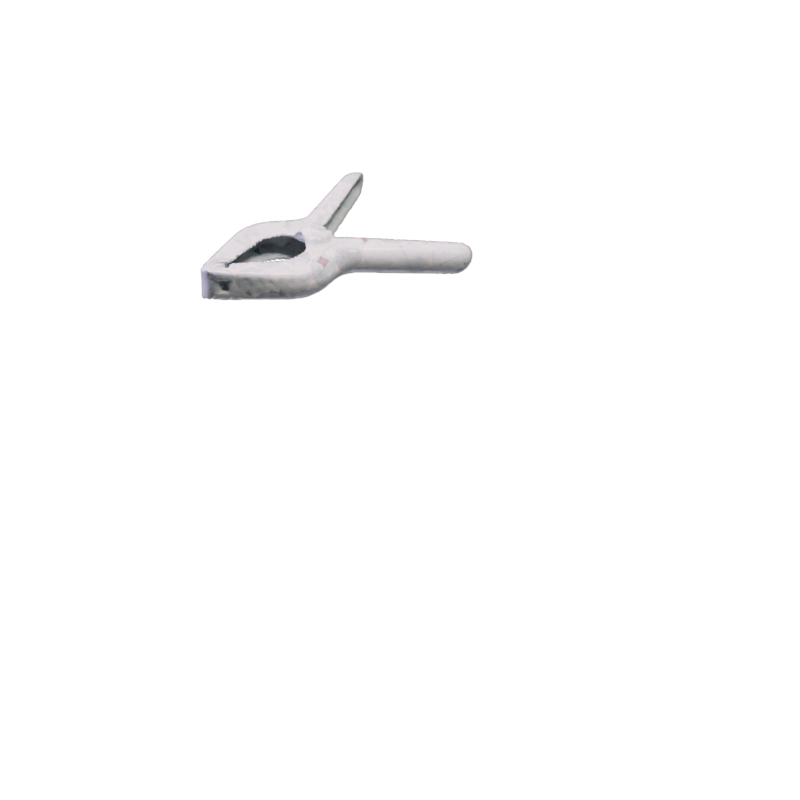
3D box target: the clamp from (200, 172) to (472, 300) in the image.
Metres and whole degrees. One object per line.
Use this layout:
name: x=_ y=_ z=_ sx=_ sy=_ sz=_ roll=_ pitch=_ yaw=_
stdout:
clamp: x=-0.071 y=-0.129 z=0.904 sx=0.207 sy=0.034 sz=0.178 roll=-17 pitch=39 yaw=-22
